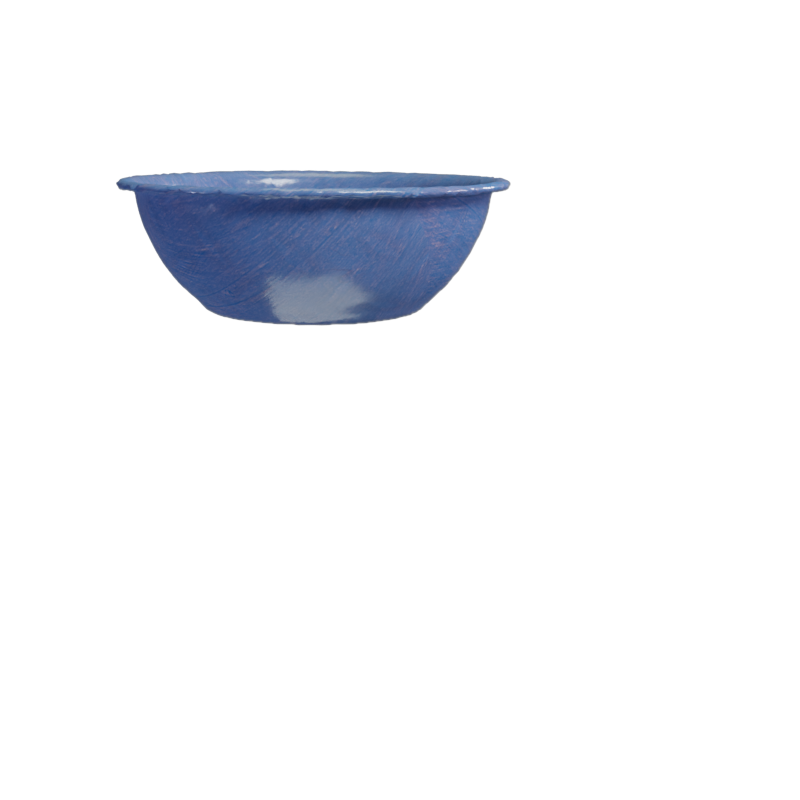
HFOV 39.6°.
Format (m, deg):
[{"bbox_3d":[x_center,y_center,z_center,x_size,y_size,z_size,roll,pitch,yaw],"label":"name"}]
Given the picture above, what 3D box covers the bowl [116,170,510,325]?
[{"bbox_3d":[-0.036,-0.066,0.463,0.162,0.054,0.166,0,14,-2],"label":"bowl"}]
